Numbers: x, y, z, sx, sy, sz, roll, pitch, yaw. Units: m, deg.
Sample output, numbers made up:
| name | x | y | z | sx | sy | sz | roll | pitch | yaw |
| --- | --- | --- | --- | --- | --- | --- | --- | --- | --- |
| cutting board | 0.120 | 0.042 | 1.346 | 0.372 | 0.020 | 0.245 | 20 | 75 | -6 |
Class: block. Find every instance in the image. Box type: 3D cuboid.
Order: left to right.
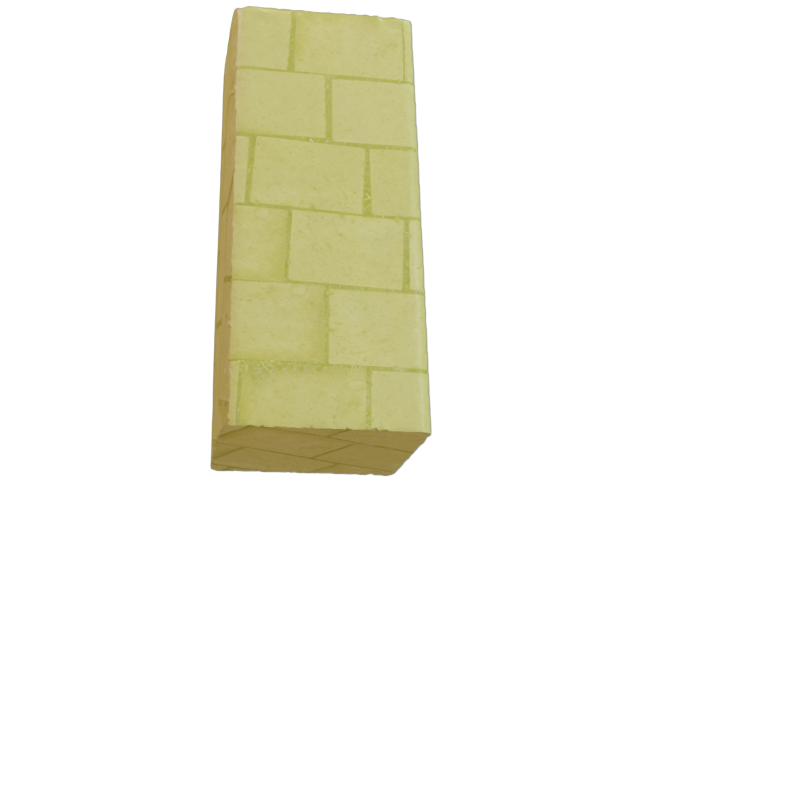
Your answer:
| name | x | y | z | sx | sy | sz | roll | pitch | yaw |
| --- | --- | --- | --- | --- | --- | --- | --- | --- | --- |
| block | -0.042 | -0.077 | 0.536 | 0.089 | 0.217 | 0.087 | 2 | -22 | -10 |
